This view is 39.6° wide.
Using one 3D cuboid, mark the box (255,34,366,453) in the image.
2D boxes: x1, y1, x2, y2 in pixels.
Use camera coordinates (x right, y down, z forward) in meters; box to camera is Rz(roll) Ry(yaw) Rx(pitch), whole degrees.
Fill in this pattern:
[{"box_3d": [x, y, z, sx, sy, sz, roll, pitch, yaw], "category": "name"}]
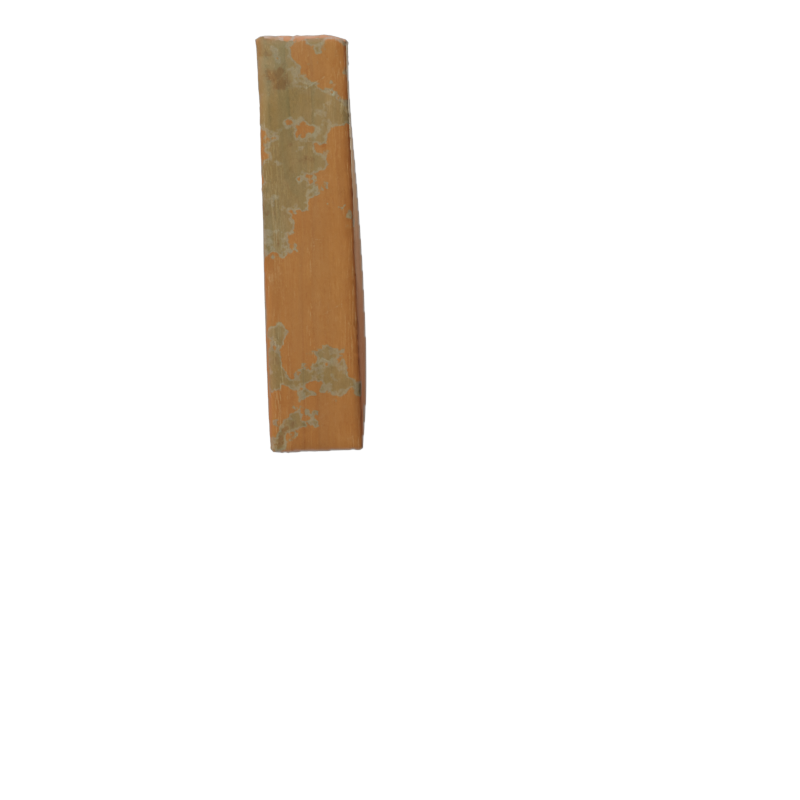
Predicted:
[{"box_3d": [-0.039, -0.073, 0.508, 0.048, 0.175, 0.094, 0, 3, -2], "category": "box"}]
